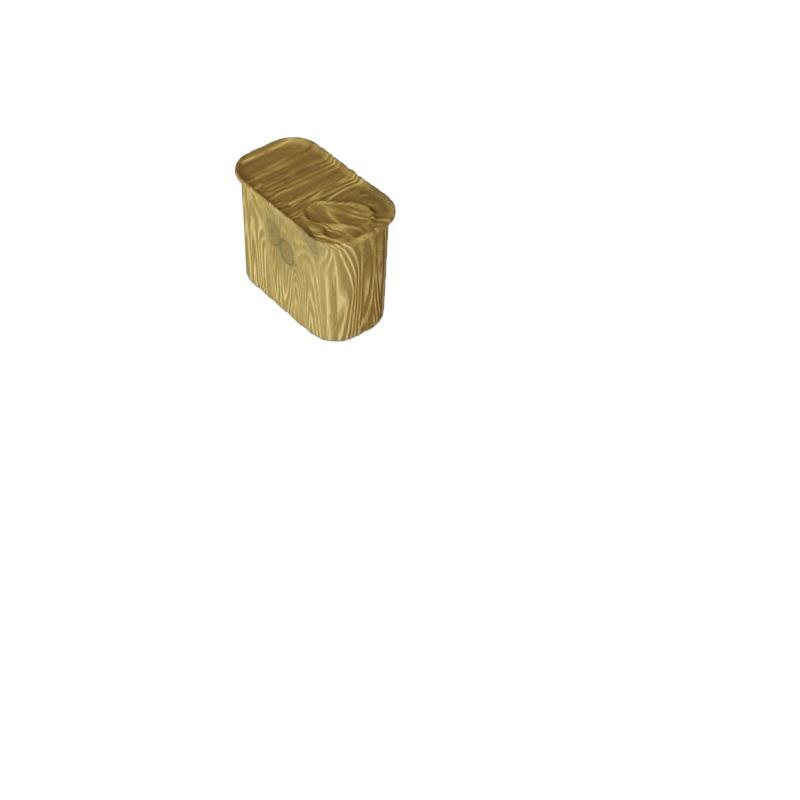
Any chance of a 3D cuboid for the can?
[{"bbox_3d":[-0.052,-0.095,0.665,0.057,0.078,0.109,-29,53,-28],"label":"can"}]
